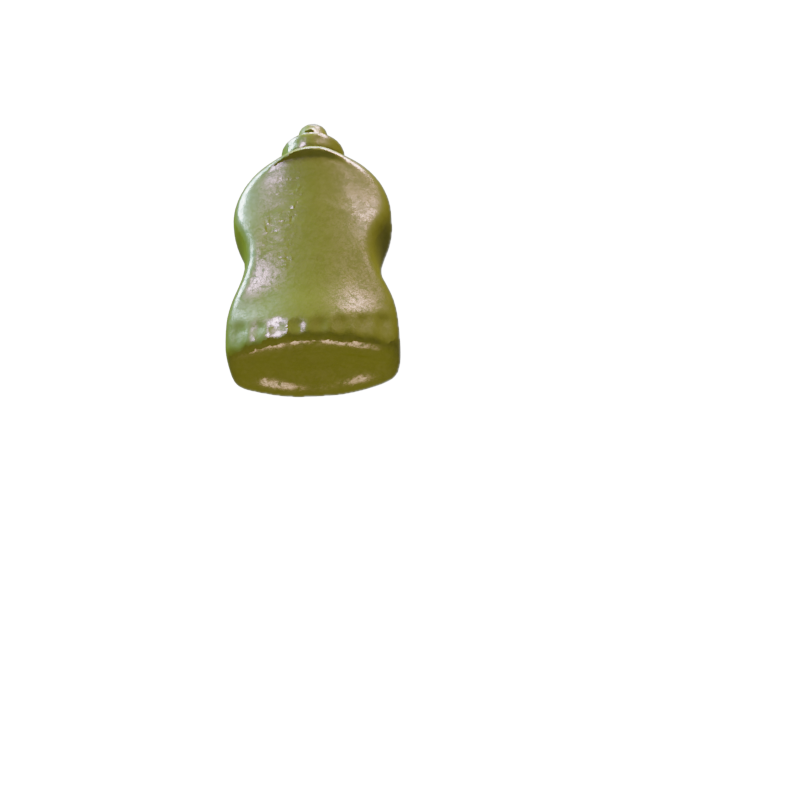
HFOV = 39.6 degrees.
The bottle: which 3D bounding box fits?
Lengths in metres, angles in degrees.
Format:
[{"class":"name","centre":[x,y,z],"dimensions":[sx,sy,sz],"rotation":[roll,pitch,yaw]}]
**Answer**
[{"class":"bottle","centre":[-0.052,-0.096,0.668],"dimensions":[0.096,0.206,0.054],"rotation":[-5,-39,3]}]
